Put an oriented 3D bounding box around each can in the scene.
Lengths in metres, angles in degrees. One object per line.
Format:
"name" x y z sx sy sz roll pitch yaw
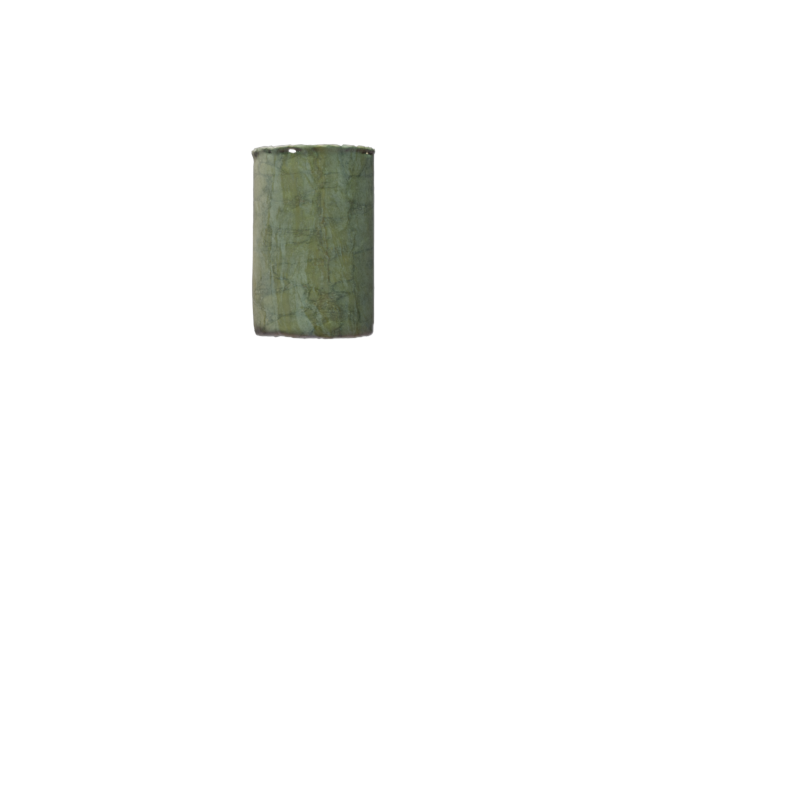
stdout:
"can" -0.048 -0.087 0.609 0.068 0.102 0.069 0 2 -2
